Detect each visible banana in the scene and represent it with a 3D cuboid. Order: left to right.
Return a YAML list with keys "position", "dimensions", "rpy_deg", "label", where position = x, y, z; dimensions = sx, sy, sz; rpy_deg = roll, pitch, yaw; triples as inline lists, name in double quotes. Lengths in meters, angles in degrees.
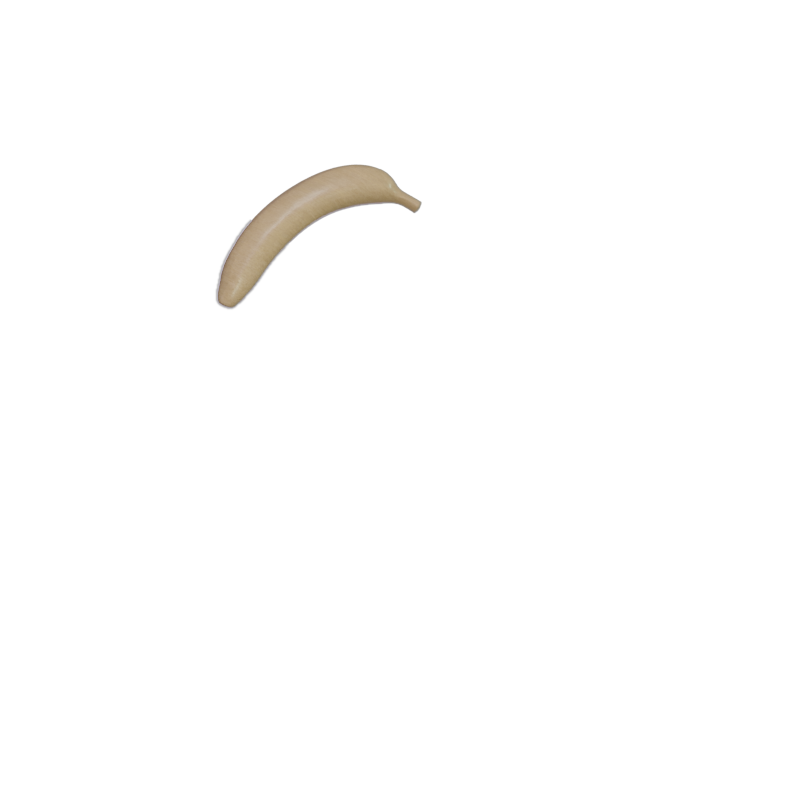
- position: [-0.080, -0.152, 0.946]
  dimensions: [0.198, 0.073, 0.035]
  rpy_deg: [-30, -18, -11]
  label: "banana"
